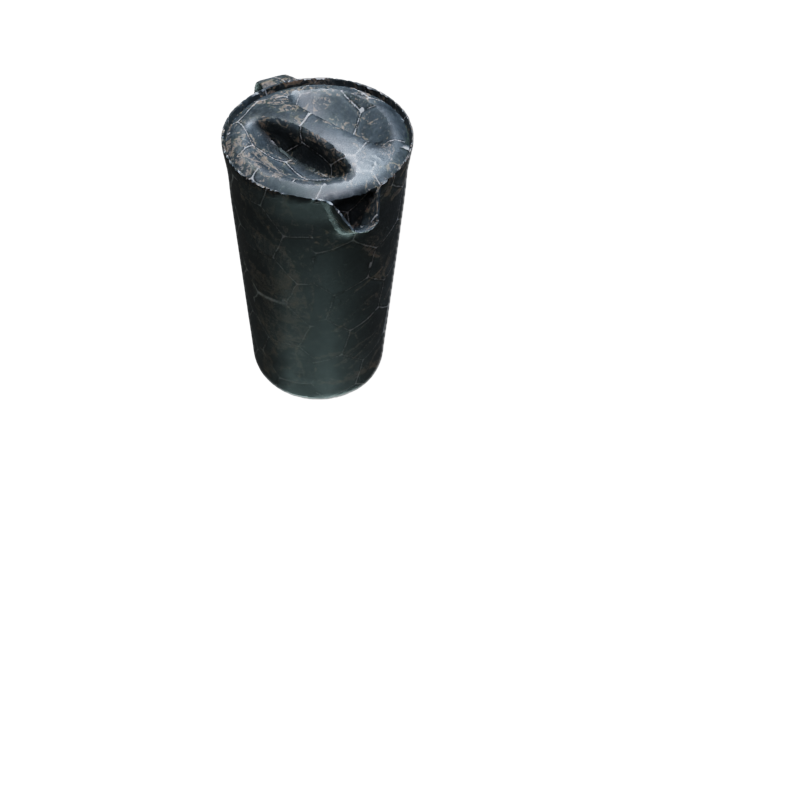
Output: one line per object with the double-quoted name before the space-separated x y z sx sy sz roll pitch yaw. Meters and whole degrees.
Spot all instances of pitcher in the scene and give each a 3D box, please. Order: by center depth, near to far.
"pitcher" -0.067 -0.121 0.851 0.149 0.156 0.226 16 -40 11
